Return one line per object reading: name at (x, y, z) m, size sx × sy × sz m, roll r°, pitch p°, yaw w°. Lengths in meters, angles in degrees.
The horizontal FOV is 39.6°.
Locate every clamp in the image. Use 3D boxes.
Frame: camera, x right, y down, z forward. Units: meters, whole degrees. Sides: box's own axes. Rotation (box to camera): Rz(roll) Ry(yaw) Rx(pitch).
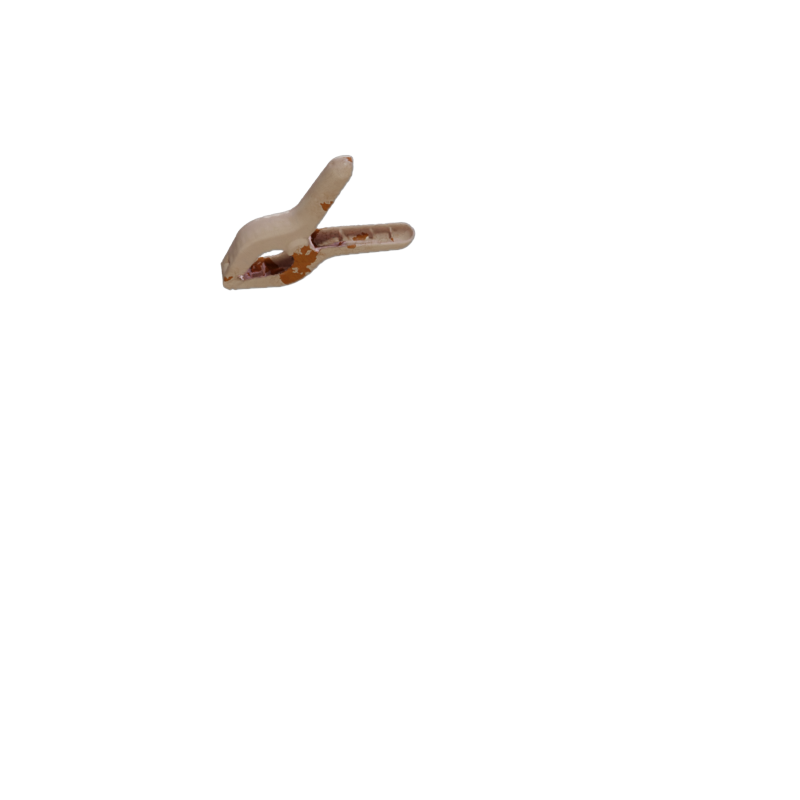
clamp at (-0.075, -0.137, 0.960) m, size 0.171 × 0.042 × 0.112 m, roll -27°, pitch -48°, yaw 28°
